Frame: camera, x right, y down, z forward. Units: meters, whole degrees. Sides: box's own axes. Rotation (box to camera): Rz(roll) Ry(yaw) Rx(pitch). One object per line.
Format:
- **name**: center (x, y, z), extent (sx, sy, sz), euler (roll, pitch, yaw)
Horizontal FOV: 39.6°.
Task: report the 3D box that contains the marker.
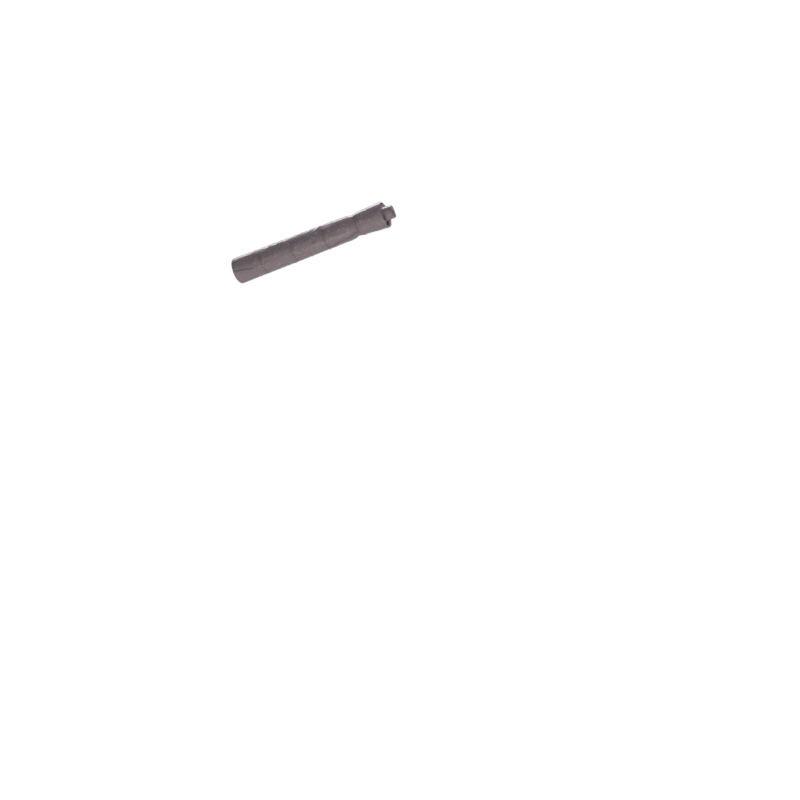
- **marker**: center (-0.059, -0.108, 0.760), extent (0.122, 0.020, 0.019), euler (-18, -2, 19)
